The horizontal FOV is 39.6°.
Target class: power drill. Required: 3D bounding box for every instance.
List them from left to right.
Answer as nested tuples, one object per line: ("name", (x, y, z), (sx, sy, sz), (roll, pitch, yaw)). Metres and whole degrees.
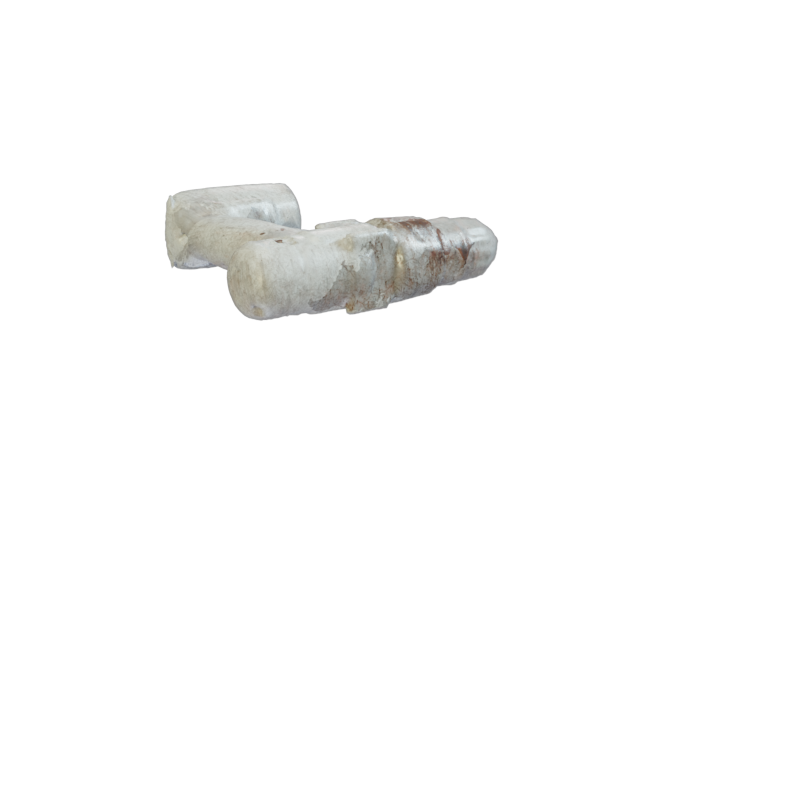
("power drill", (-0.057, -0.103, 0.723), (0.180, 0.056, 0.199), (-11, 20, -32))
